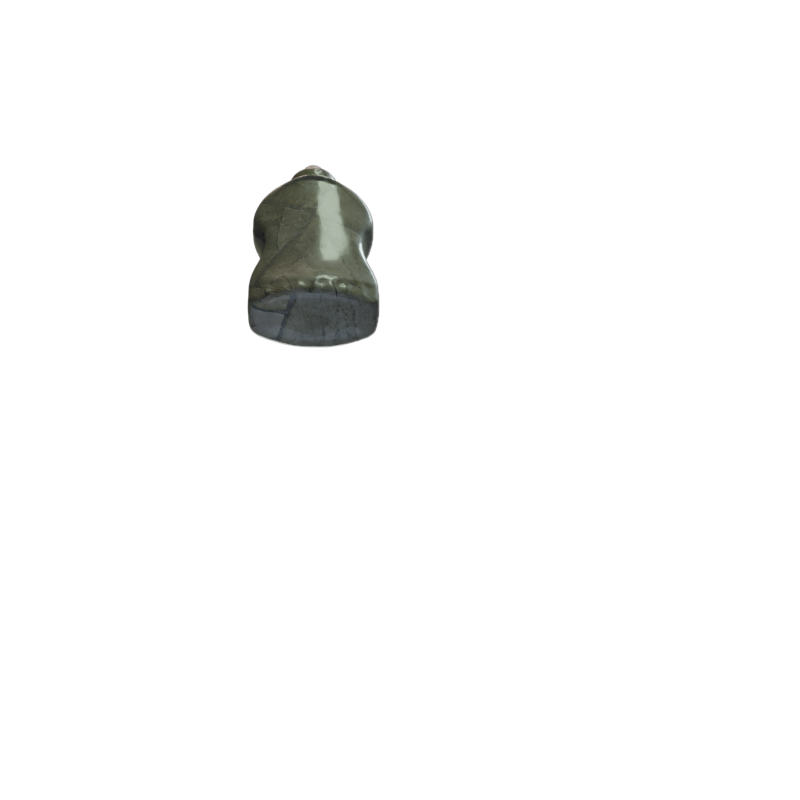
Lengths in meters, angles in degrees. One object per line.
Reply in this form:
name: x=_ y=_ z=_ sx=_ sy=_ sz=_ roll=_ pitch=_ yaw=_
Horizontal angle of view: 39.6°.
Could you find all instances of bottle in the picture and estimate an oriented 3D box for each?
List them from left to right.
bottle: x=-0.068 y=-0.125 z=0.874 sx=0.096 sy=0.054 sz=0.206 roll=-1 pitch=42 yaw=-2
